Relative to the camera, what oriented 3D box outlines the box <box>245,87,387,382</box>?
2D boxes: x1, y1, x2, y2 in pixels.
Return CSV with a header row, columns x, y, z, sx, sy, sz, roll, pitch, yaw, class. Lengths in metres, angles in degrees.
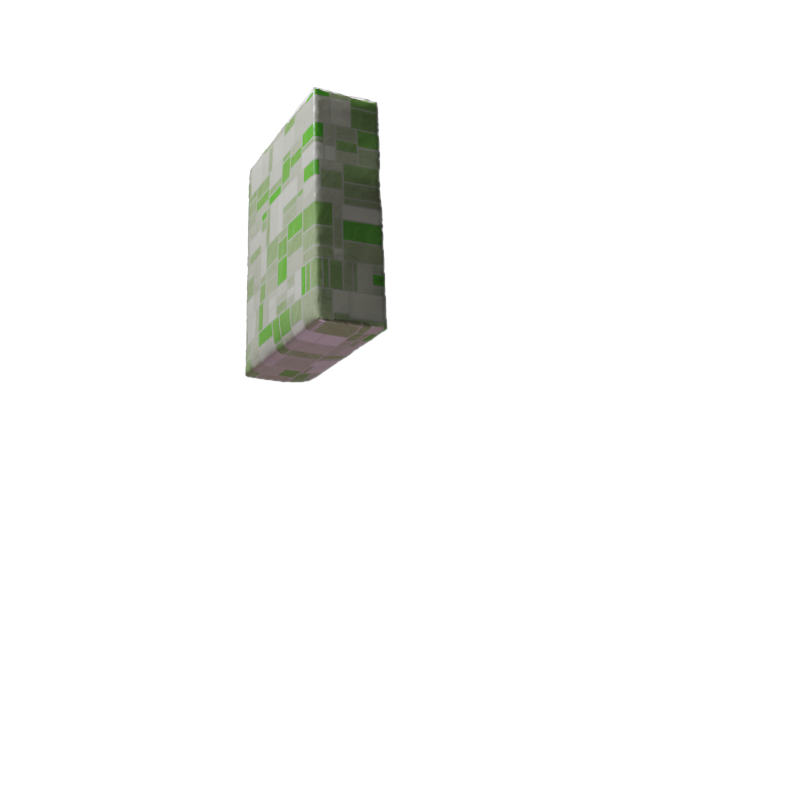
x,y,z,sx,sy,sz,roll,pitch,yaw,class
-0.076,-0.139,0.976,0.069,0.225,0.162,10,-24,-25,box
